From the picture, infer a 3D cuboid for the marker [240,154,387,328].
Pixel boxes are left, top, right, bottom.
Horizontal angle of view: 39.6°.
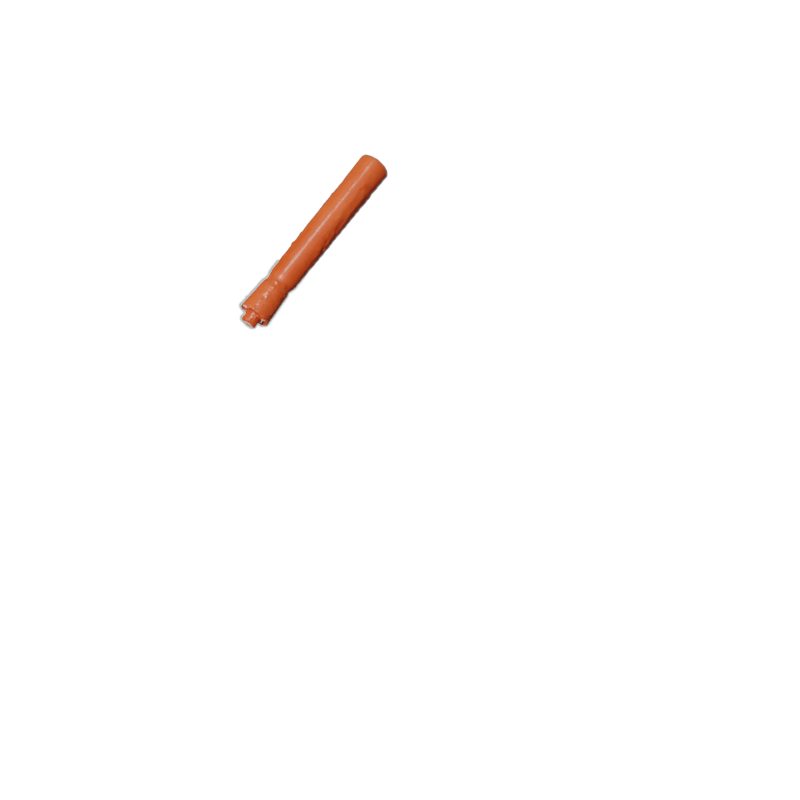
[{"bbox_3d":[-0.049,-0.088,0.620,0.020,0.123,0.019,33,-20,10],"label":"marker"}]
